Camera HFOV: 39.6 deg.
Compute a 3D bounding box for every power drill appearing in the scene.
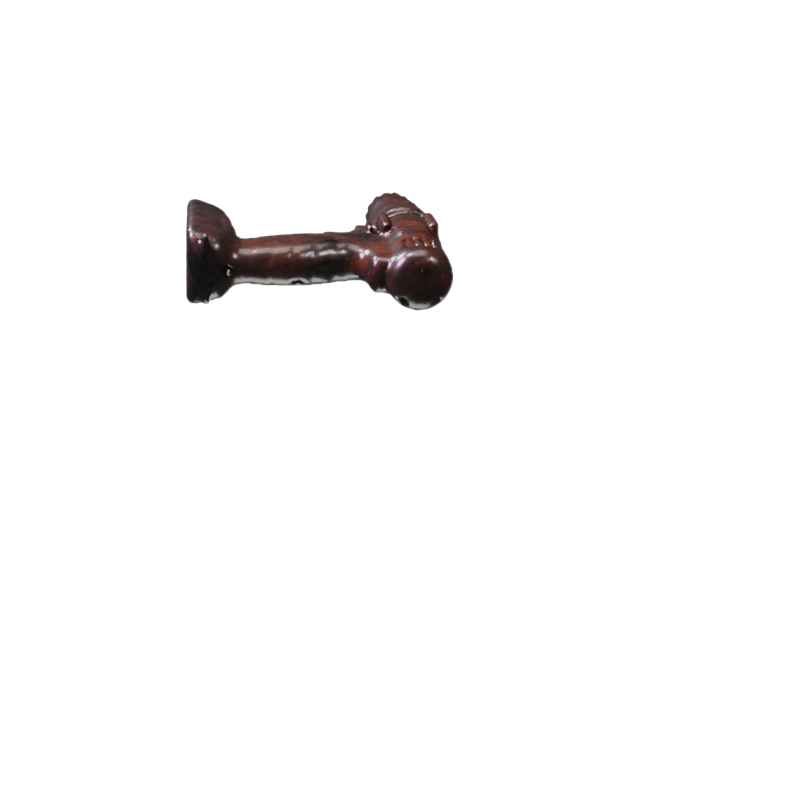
[{"bbox_3d":[-0.064,-0.117,0.818,0.186,0.055,0.194,-2,22,-6],"label":"power drill"}]
